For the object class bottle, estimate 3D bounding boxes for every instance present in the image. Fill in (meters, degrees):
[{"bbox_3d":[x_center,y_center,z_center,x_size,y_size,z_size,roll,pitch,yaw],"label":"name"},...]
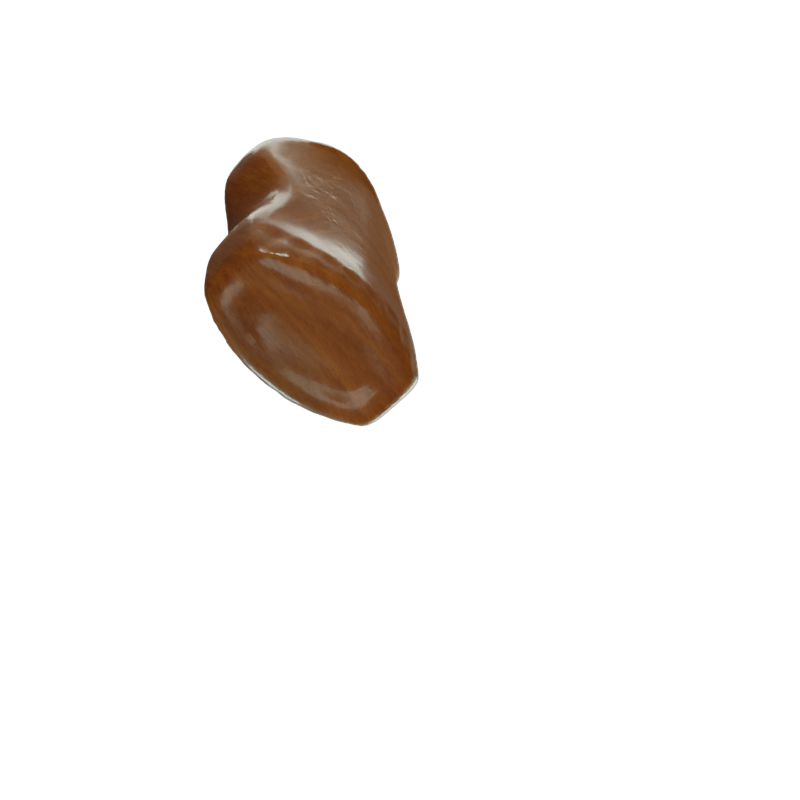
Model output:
[{"bbox_3d":[-0.041,-0.075,0.524,0.092,0.057,0.204,37,22,-22],"label":"bottle"}]
